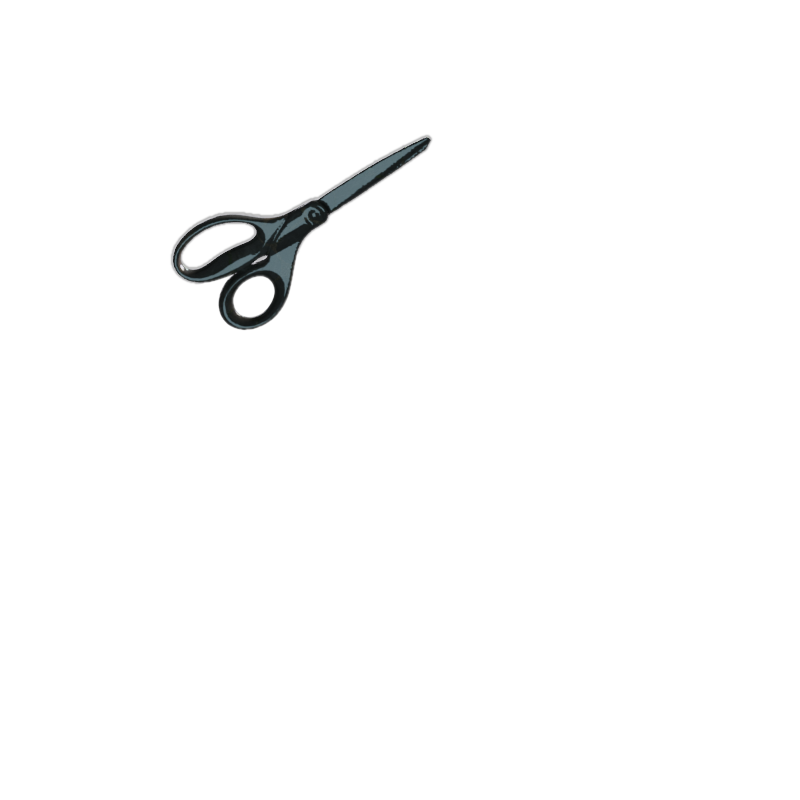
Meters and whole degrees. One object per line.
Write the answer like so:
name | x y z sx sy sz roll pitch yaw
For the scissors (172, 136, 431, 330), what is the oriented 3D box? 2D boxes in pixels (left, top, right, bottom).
scissors | -0.062 -0.113 0.790 0.202 0.092 0.016 -17 17 5
